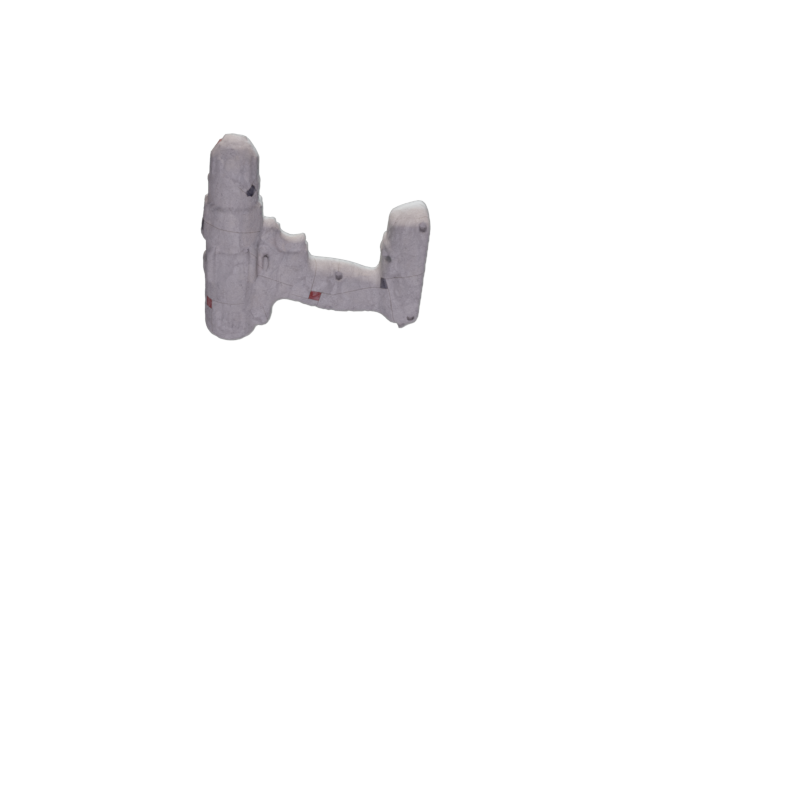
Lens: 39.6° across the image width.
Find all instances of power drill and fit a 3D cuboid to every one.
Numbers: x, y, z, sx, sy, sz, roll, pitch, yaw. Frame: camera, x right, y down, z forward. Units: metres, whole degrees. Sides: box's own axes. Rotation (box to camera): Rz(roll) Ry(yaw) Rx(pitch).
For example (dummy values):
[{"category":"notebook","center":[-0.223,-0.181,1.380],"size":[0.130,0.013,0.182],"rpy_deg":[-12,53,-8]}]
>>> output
[{"category":"power drill","center":[-0.073,-0.132,0.927],"size":[0.187,0.174,0.061],"rpy_deg":[4,31,-3]}]
